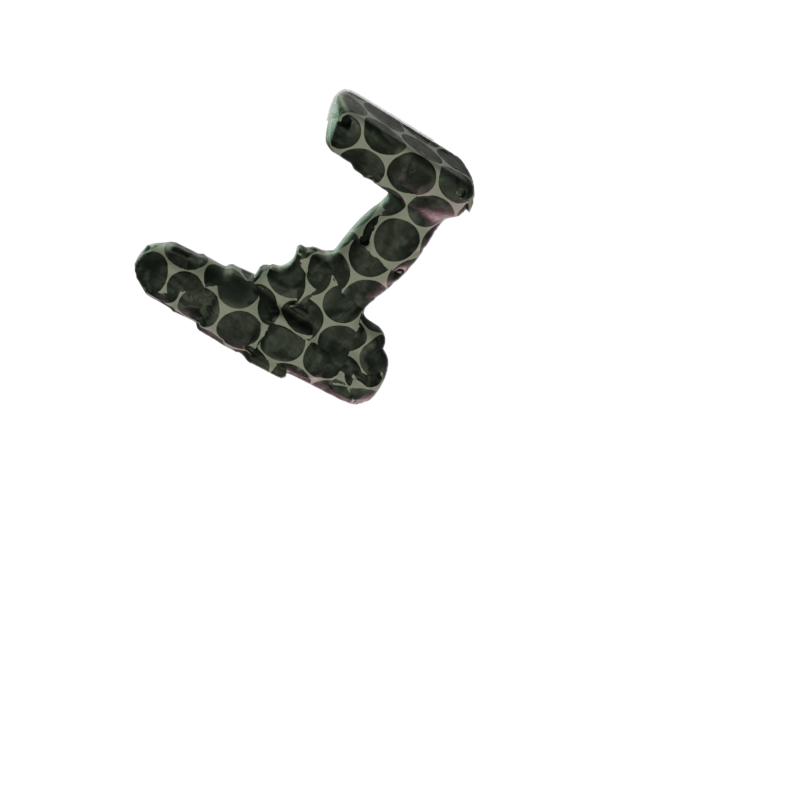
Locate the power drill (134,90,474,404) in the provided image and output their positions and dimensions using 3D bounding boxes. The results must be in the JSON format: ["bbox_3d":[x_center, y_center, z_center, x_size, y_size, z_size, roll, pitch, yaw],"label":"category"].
[{"bbox_3d":[-0.056,-0.102,0.717,0.179,0.183,0.061,29,25,-15],"label":"power drill"}]
